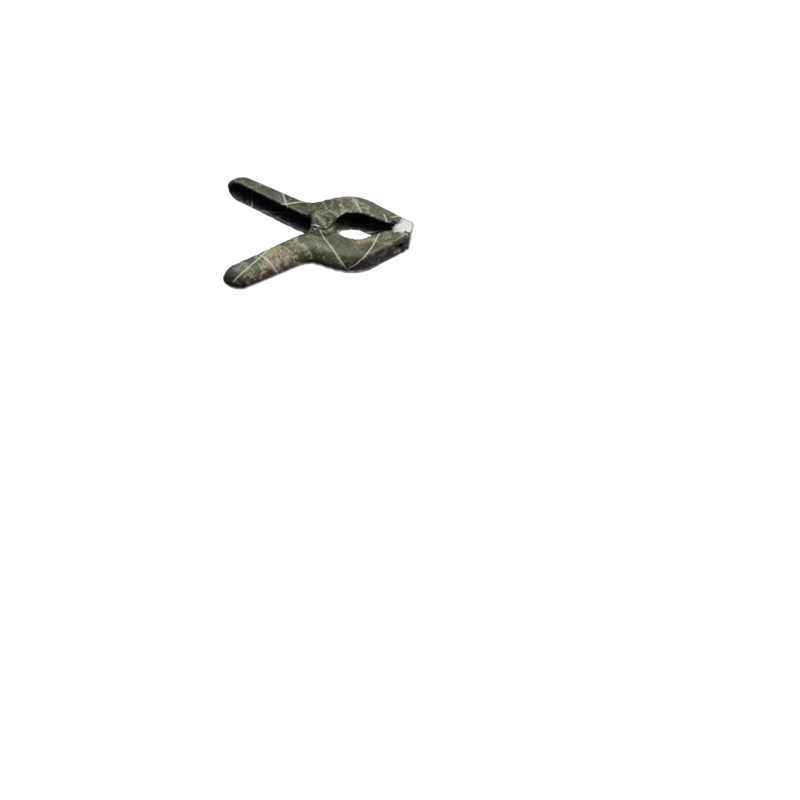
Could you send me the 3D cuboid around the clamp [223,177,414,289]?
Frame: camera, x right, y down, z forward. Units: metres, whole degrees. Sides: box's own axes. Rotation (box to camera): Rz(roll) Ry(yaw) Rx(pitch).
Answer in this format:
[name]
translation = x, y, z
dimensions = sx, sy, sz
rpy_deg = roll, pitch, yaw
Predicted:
[clamp]
translation = -0.076, -0.139, 0.972
dimensions = 0.172, 0.127, 0.037
rpy_deg = 6, -32, 4
